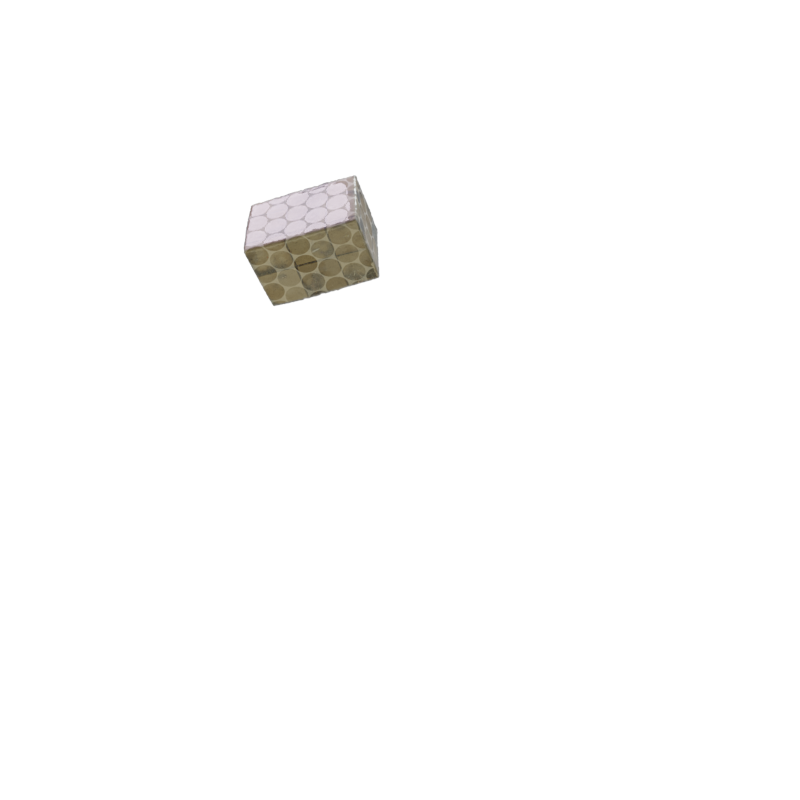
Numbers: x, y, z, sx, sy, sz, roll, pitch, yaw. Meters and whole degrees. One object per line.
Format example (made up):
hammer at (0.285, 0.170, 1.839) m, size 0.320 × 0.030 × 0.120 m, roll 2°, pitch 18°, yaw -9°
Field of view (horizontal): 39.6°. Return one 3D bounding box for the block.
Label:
block at (-0.058, -0.105, 0.738) m, size 0.078 × 0.049 × 0.055 m, roll -14°, pitch 41°, yaw 11°
